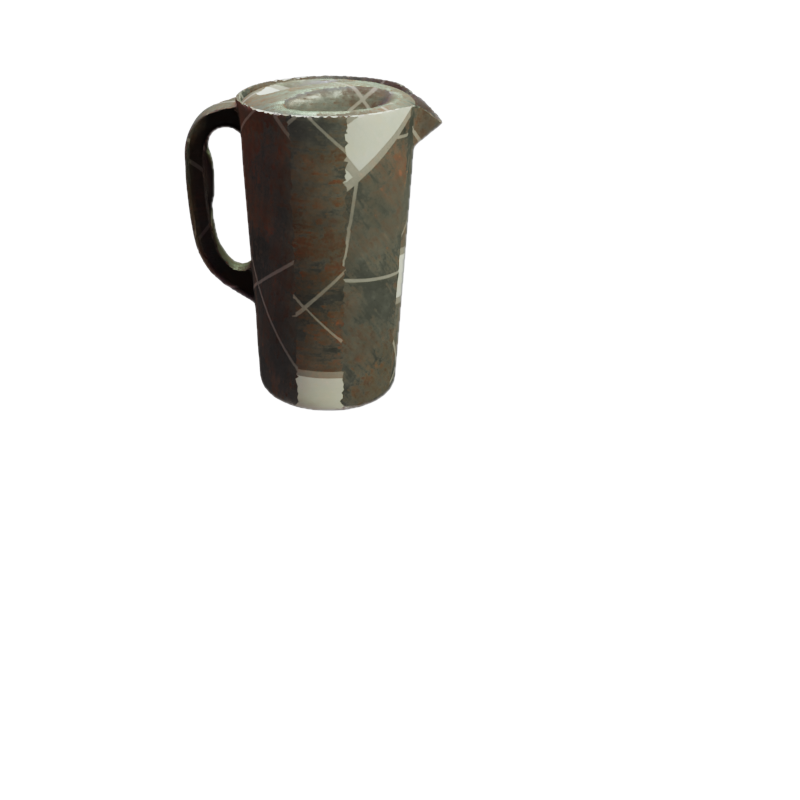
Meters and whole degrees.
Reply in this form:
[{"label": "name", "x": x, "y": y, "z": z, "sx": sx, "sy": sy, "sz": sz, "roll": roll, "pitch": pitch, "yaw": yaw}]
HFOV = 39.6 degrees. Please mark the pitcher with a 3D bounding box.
[{"label": "pitcher", "x": -0.066, "y": -0.121, "z": 0.845, "sx": 0.158, "sy": 0.232, "sz": 0.143, "roll": 21, "pitch": 30, "yaw": 39}]
